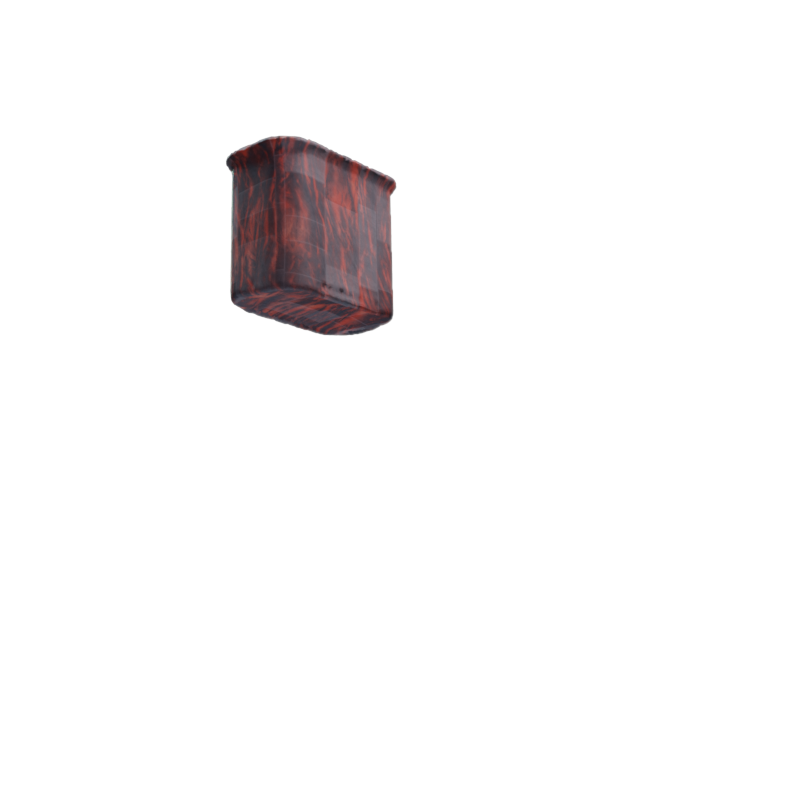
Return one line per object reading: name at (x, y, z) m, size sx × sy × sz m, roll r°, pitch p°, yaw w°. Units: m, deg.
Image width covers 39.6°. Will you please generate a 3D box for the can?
can at (-0.048, -0.087, 0.609) m, size 0.058 × 0.087 × 0.096 m, roll -15°, pitch -21°, yaw 38°
